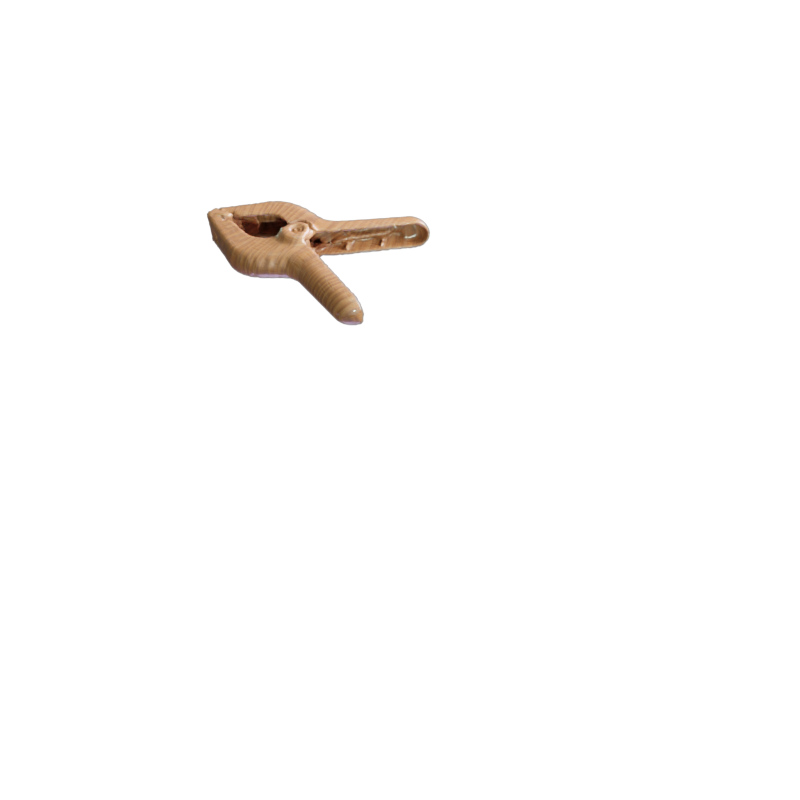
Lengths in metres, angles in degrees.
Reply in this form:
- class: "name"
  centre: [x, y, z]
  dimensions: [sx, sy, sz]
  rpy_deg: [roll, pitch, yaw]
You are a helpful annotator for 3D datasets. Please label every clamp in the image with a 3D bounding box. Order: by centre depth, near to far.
- class: "clamp"
  centre: [-0.066, -0.121, 0.847]
  dimensions: [0.181, 0.037, 0.121]
  rpy_deg: [26, 44, 29]
